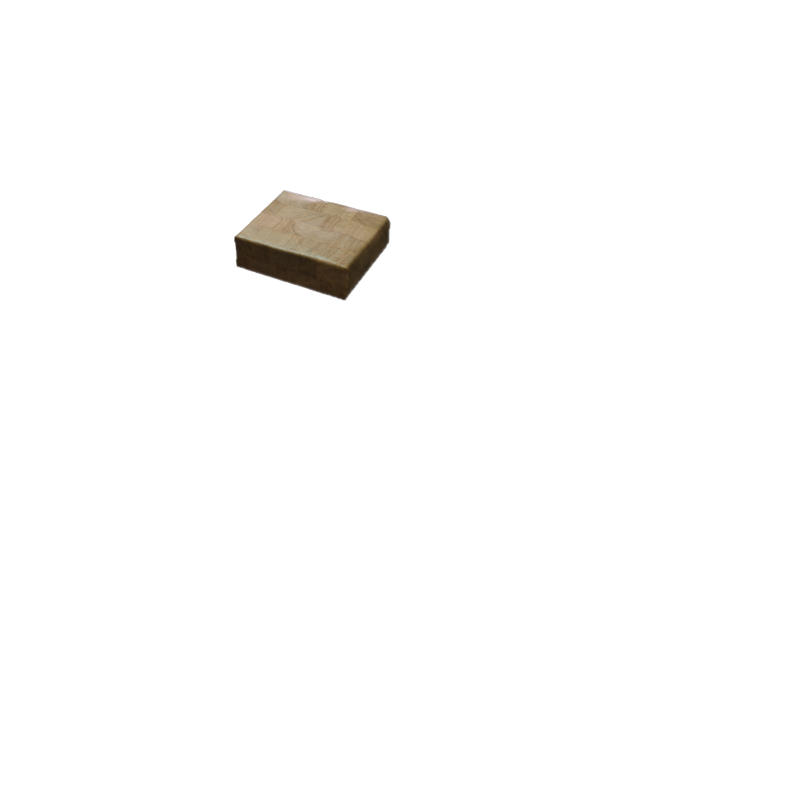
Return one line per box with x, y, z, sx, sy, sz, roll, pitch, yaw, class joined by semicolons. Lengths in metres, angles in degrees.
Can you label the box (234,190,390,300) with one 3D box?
-0.062;-0.112;0.788;0.093;0.028;0.075;17;41;20;box
